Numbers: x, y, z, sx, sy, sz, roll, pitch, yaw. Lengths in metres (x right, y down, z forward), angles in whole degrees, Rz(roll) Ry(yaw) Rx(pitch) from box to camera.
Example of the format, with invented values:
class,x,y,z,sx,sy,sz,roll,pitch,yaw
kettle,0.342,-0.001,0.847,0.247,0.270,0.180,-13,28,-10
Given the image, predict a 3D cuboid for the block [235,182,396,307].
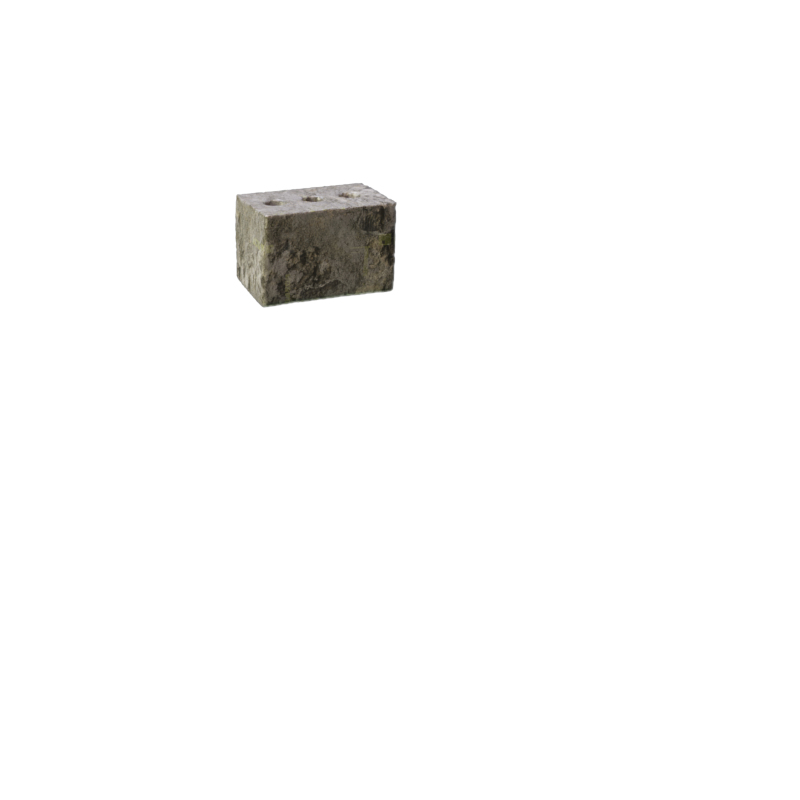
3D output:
class,x,y,z,sx,sy,sz,roll,pitch,yaw
block,-0.048,-0.088,0.614,0.076,0.049,0.056,-9,24,-22
